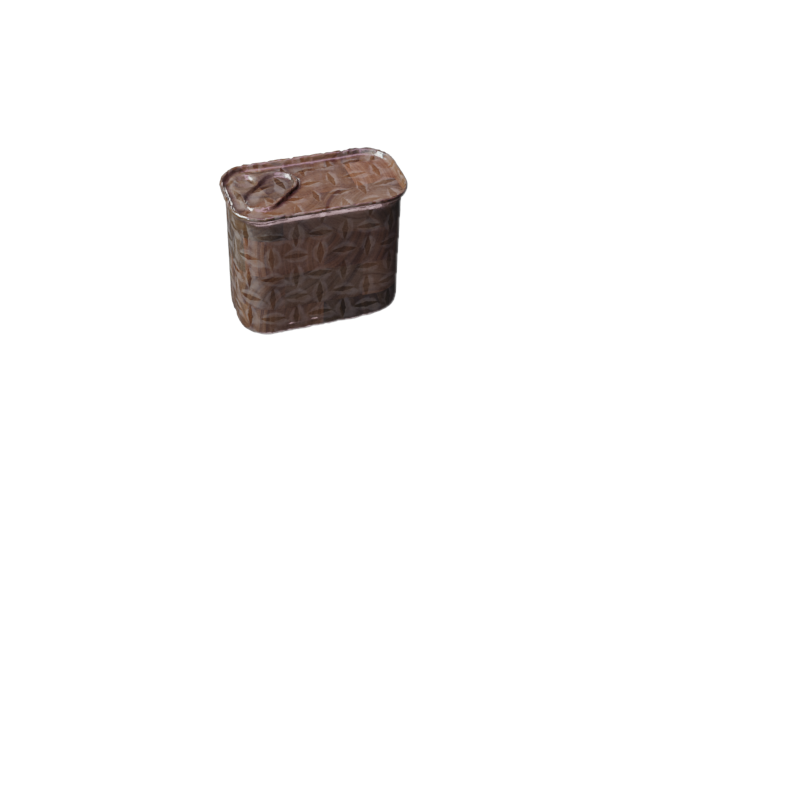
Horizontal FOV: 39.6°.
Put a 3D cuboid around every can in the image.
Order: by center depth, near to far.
[{"bbox_3d":[-0.050,-0.091,0.638,0.101,0.078,0.062,-11,41,-14],"label":"can"}]
